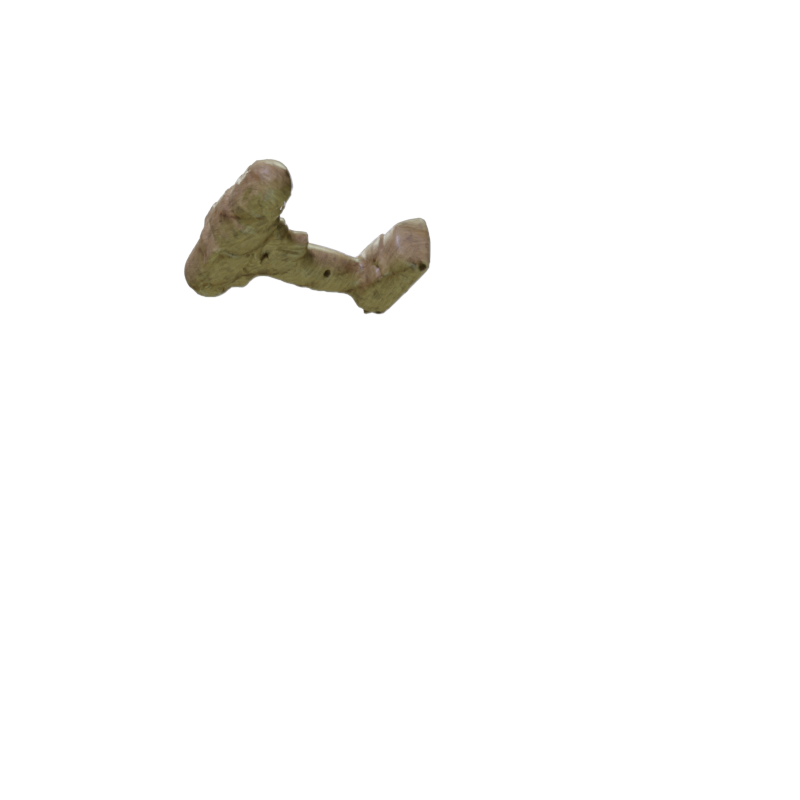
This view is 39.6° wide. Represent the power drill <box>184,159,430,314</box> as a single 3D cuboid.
[{"bbox_3d":[-0.073,-0.133,0.933,0.181,0.061,0.181,10,-25,-22],"label":"power drill"}]
